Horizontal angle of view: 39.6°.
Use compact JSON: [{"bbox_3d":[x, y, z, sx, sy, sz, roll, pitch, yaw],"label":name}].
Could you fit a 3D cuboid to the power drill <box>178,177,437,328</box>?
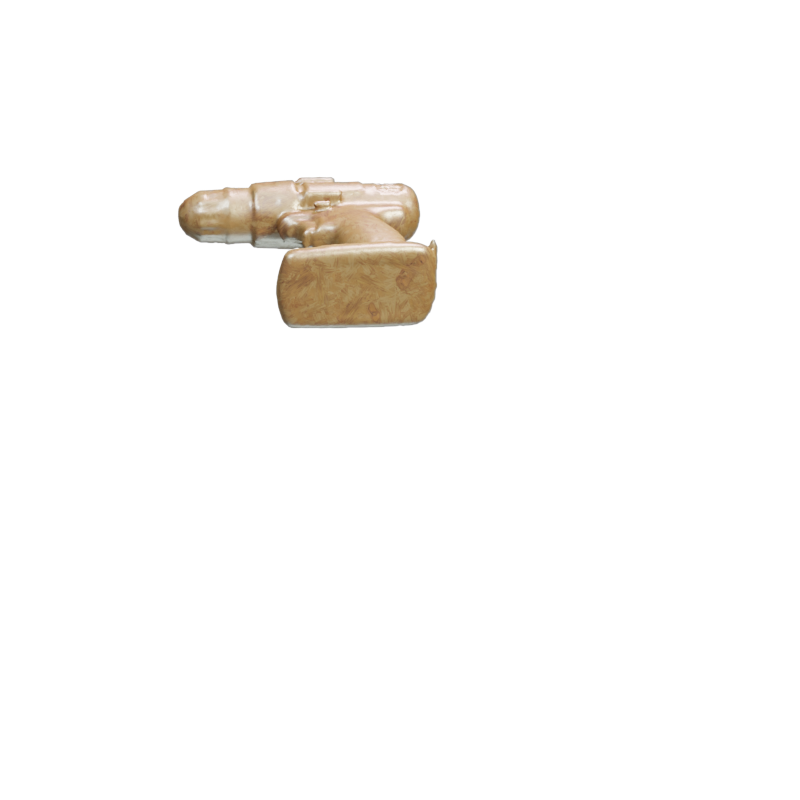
[{"bbox_3d":[-0.061,-0.112,0.784,0.182,0.054,0.200,-5,27,-10],"label":"power drill"}]
